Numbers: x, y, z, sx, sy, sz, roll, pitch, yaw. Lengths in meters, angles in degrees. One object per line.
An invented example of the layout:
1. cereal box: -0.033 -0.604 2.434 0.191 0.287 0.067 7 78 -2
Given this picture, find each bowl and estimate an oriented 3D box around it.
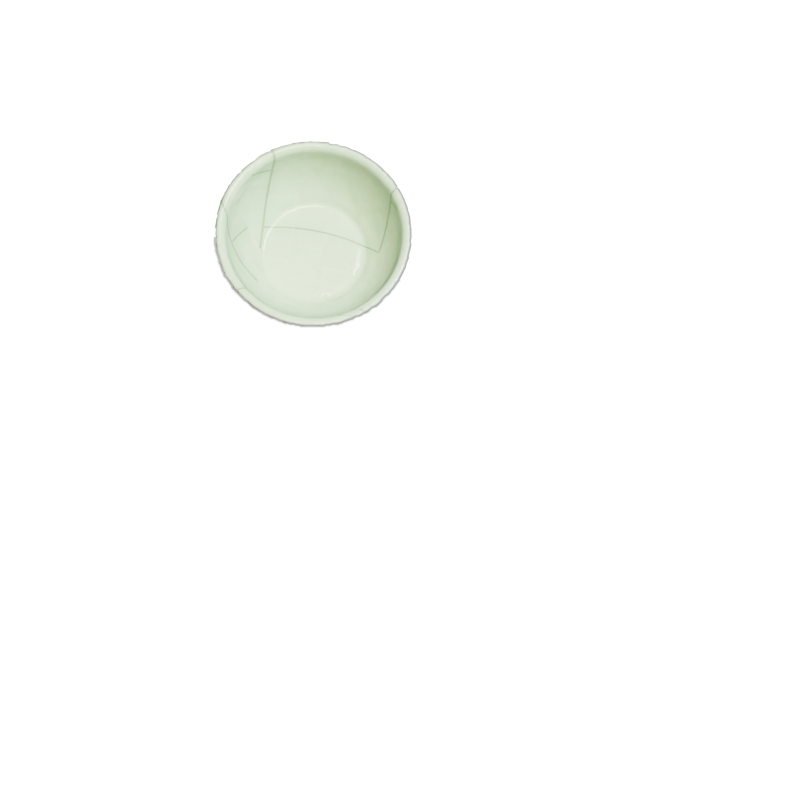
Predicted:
1. bowl: -0.073 -0.133 0.930 0.162 0.169 0.053 -1 -18 -1
